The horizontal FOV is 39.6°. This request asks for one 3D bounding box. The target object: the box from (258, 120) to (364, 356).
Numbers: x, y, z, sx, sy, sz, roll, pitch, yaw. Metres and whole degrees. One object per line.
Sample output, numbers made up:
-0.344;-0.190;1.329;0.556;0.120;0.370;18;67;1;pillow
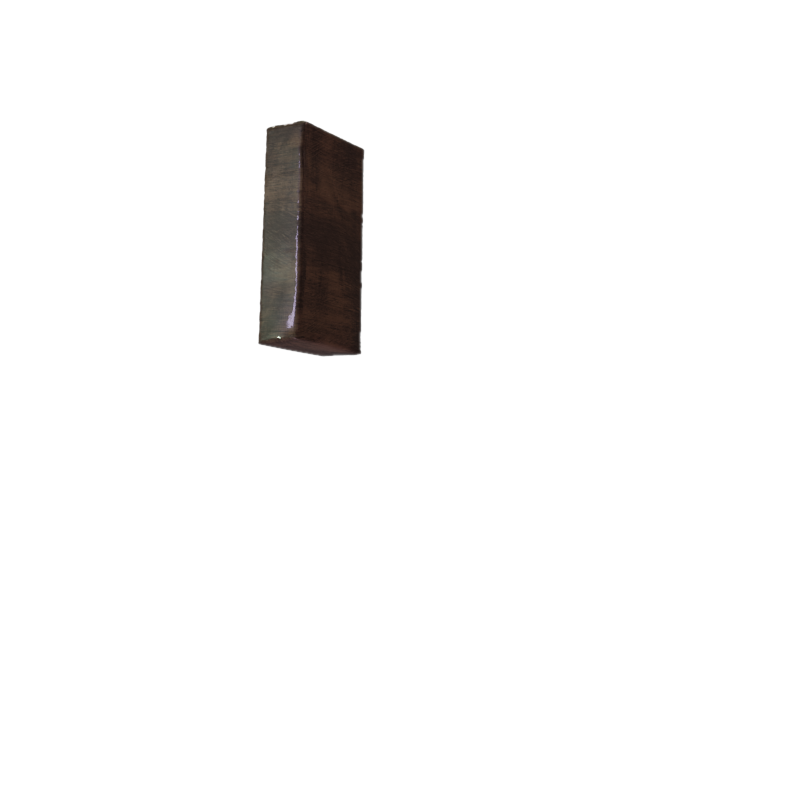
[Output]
-0.070;-0.128;0.898;0.049;0.182;0.088;-9;-15;31;box
